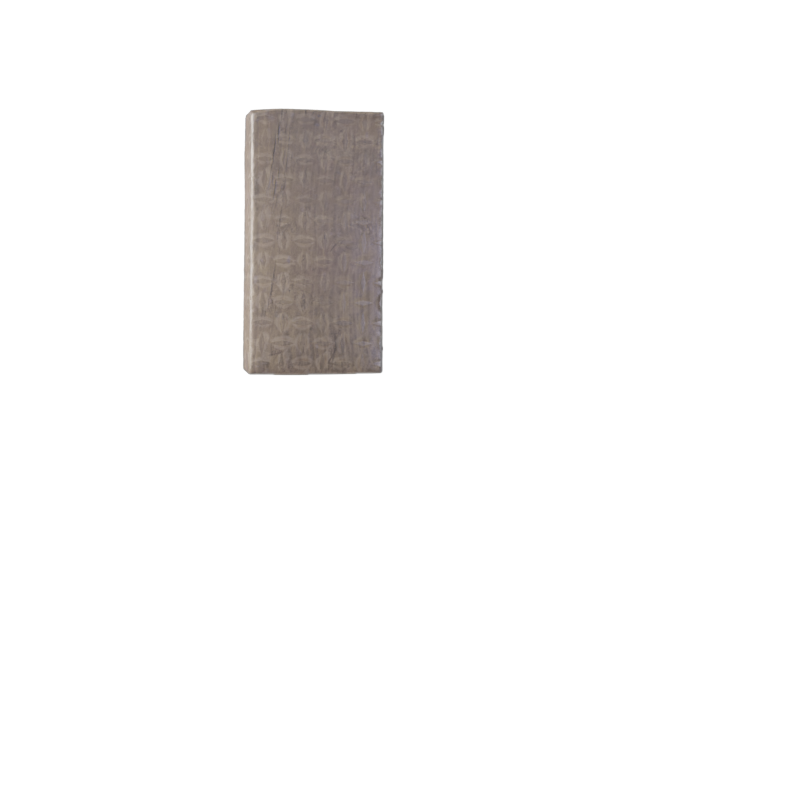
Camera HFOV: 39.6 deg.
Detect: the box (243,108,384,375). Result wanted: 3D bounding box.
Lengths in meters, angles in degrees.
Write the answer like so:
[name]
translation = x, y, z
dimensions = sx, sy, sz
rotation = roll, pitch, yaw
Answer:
[box]
translation = -0.059, -0.107, 0.750
dimensions = 0.092, 0.176, 0.049
rotation = 0, 2, -10
